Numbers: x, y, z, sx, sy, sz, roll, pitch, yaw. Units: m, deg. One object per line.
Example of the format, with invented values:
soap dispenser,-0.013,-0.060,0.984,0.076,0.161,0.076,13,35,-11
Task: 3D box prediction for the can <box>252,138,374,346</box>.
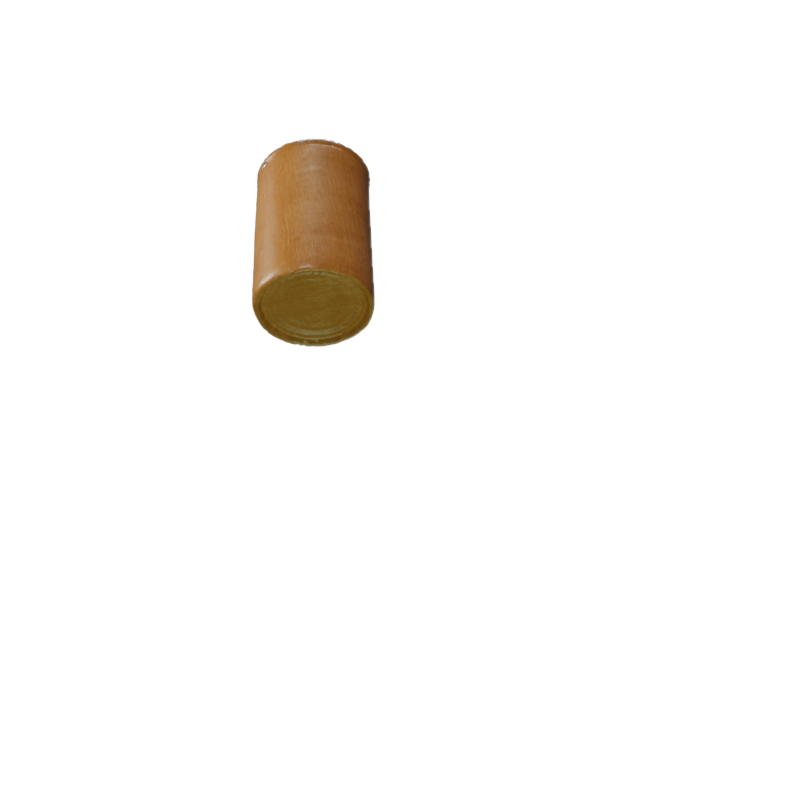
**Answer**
can,-0.049,-0.090,0.631,0.068,0.110,0.064,-1,-40,-3
